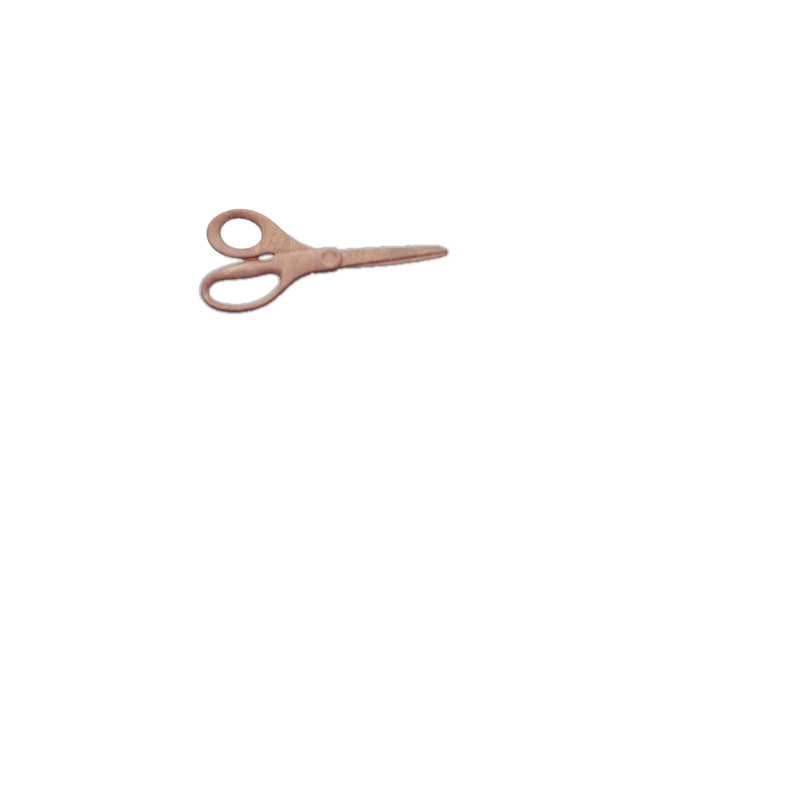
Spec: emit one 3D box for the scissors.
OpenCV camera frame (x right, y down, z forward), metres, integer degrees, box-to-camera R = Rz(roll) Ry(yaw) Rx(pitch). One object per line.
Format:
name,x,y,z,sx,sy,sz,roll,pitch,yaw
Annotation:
scissors,-0.071,-0.130,0.910,0.201,0.101,0.015,-20,-17,-6
